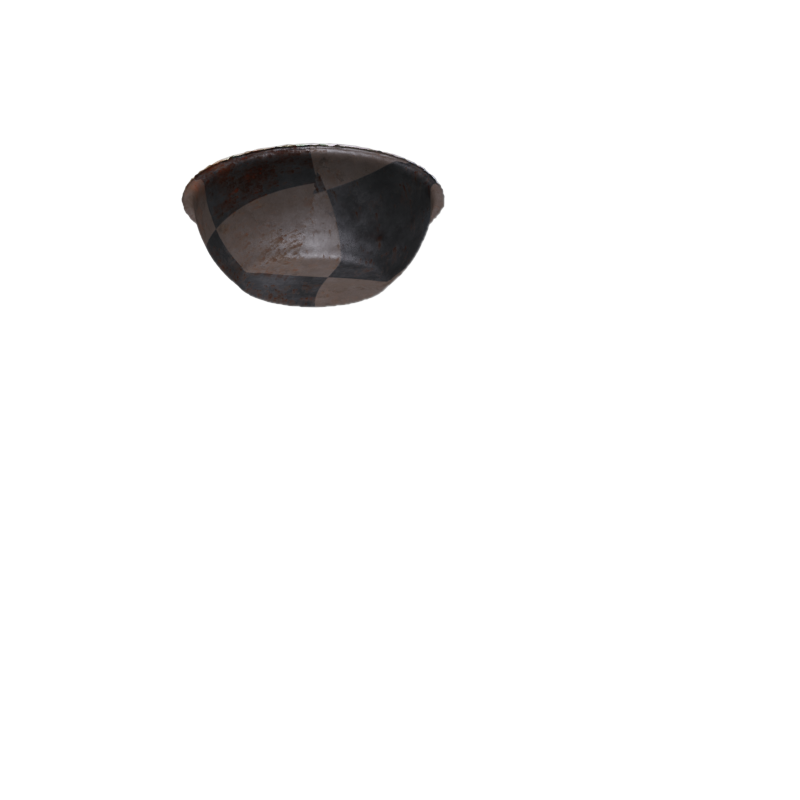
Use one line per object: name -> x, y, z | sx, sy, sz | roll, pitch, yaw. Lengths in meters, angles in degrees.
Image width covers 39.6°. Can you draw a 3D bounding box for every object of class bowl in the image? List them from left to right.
bowl -> -0.053, -0.096, 0.675 | 0.162, 0.057, 0.156 | 0, -15, -2
